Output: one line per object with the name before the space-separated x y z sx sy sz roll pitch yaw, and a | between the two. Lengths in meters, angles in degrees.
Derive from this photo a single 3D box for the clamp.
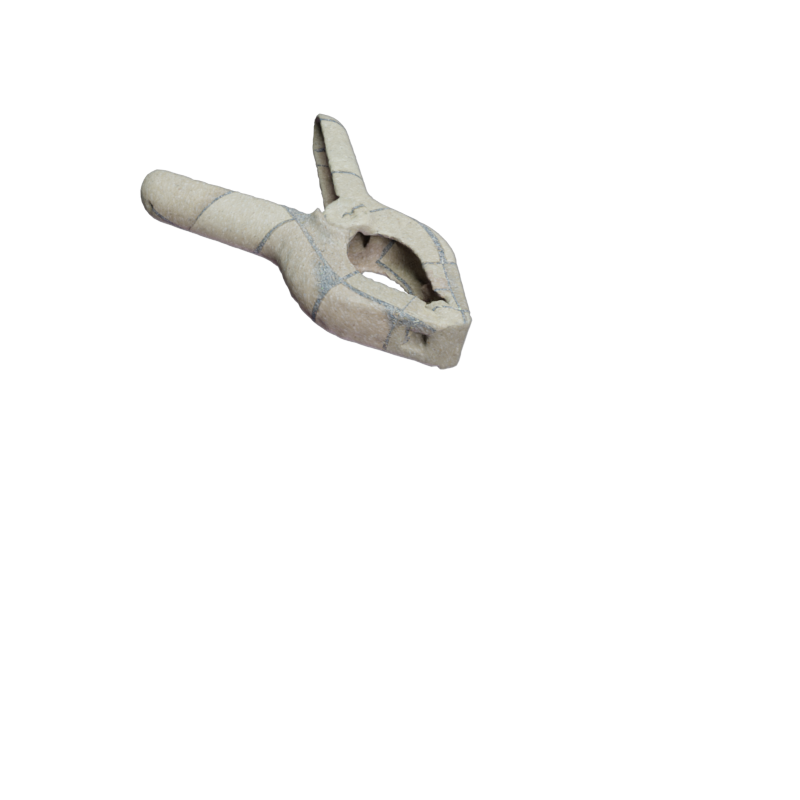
clamp | -0.040 -0.074 0.516 0.119 0.036 0.185 -23 49 -22
